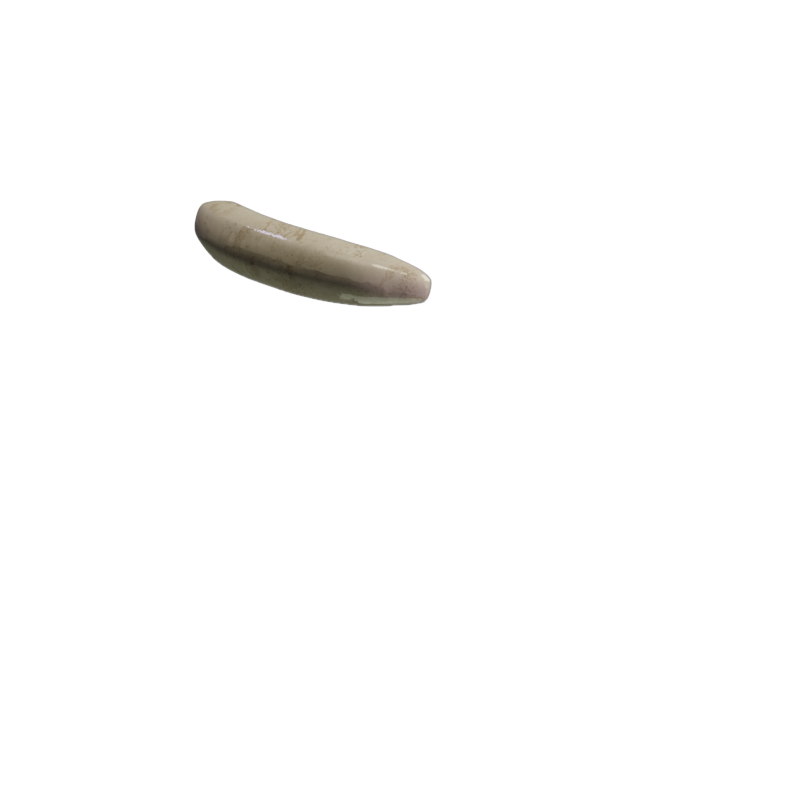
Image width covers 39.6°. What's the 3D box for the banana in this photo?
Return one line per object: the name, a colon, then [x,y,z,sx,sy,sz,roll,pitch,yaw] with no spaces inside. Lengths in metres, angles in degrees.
banana: [-0.068,-0.091,0.653,0.068,0.035,0.211,-16,29,-34]
